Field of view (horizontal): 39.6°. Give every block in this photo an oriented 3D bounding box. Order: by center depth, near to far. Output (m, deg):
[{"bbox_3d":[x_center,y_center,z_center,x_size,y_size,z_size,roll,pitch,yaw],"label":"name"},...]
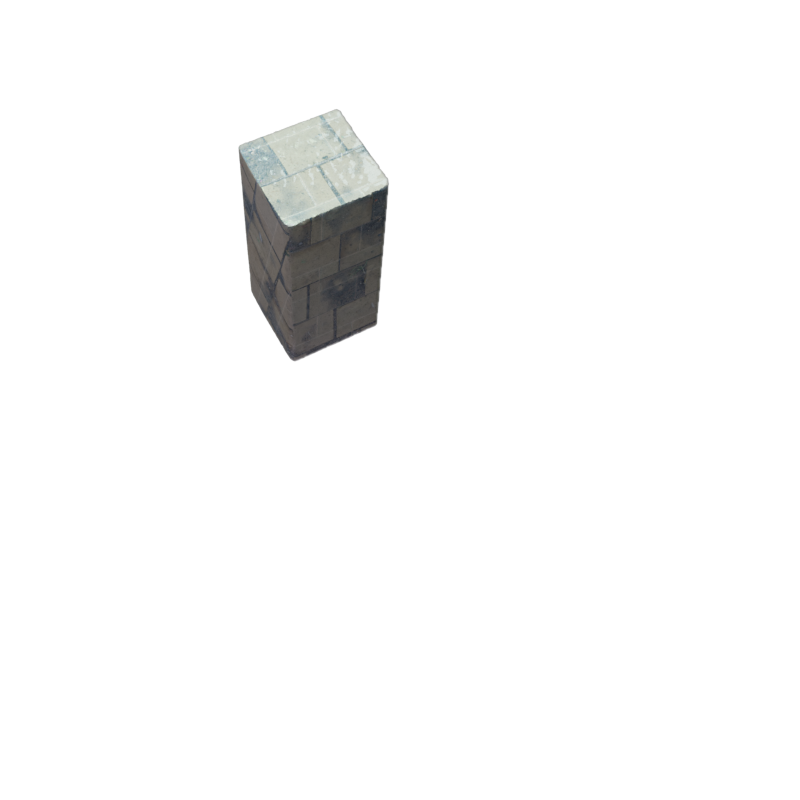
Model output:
[{"bbox_3d":[-0.073,-0.132,0.929,0.090,0.096,0.193,-23,-26,-16],"label":"block"}]
